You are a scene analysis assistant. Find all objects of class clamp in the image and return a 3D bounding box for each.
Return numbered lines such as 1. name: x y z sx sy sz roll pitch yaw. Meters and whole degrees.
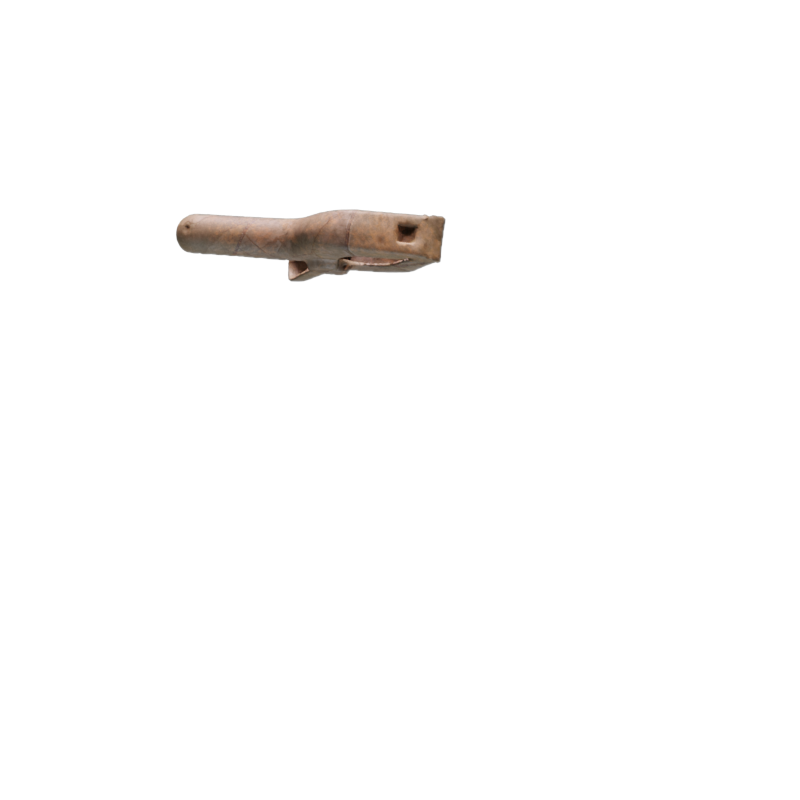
1. clamp: -0.054 -0.098 0.687 0.115 0.040 0.177 2 -2 -43
